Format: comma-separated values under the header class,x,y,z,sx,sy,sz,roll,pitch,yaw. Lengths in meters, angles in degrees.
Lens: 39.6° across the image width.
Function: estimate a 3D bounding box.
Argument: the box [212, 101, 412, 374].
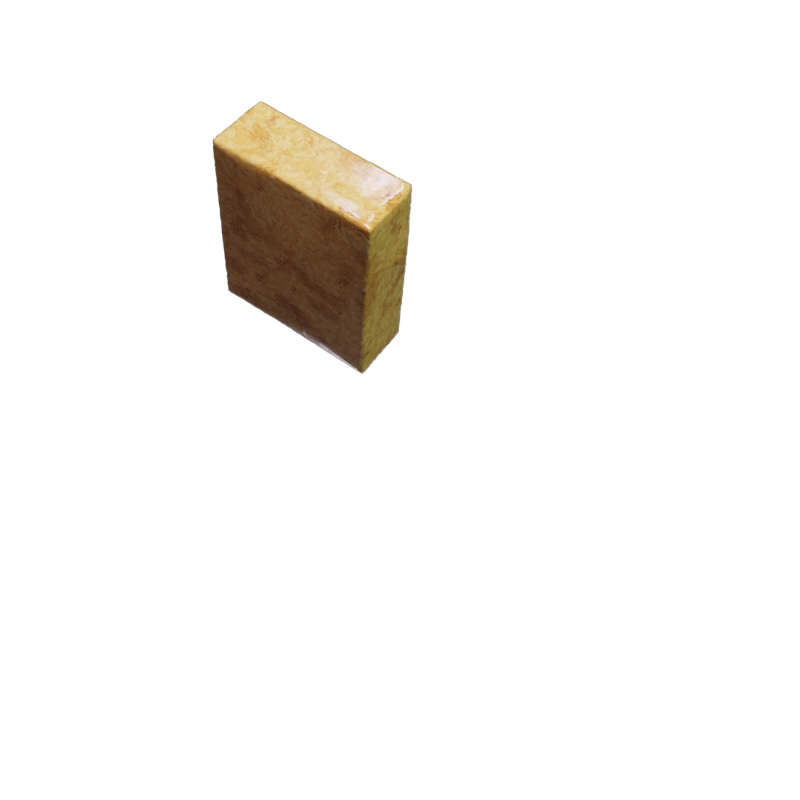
class,x,y,z,sx,sy,sz,roll,pitch,yaw
box,-0.077,-0.140,0.984,0.172,0.073,0.200,33,-30,19
